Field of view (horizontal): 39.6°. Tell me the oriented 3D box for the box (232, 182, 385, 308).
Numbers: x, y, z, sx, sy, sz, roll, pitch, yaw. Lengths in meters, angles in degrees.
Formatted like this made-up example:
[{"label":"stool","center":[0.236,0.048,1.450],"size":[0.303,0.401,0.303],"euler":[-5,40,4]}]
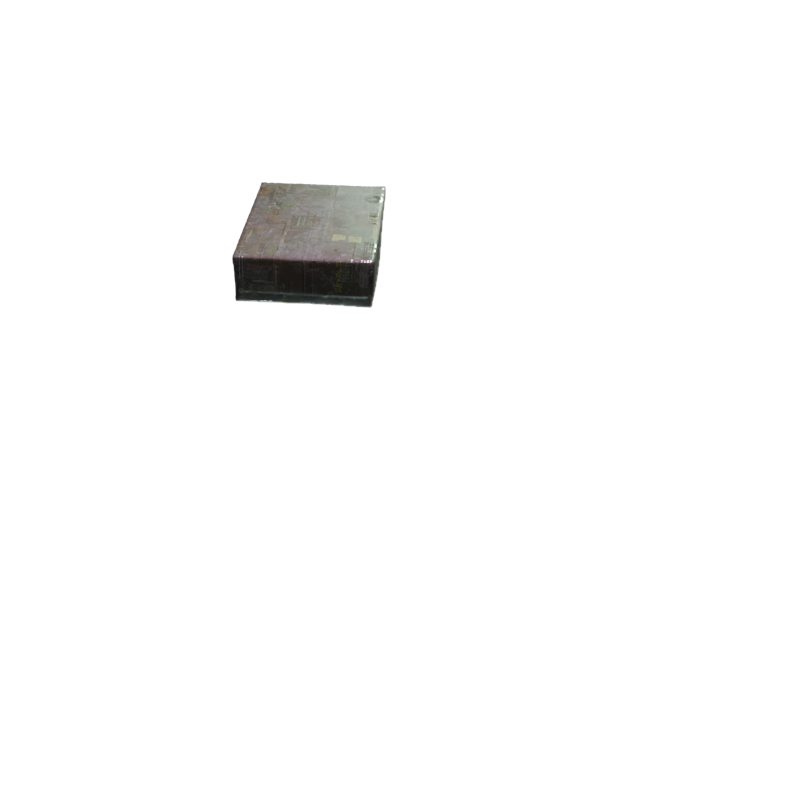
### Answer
[{"label":"box","center":[-0.058,-0.106,0.741],"size":[0.090,0.037,0.120],"euler":[3,32,4]}]
